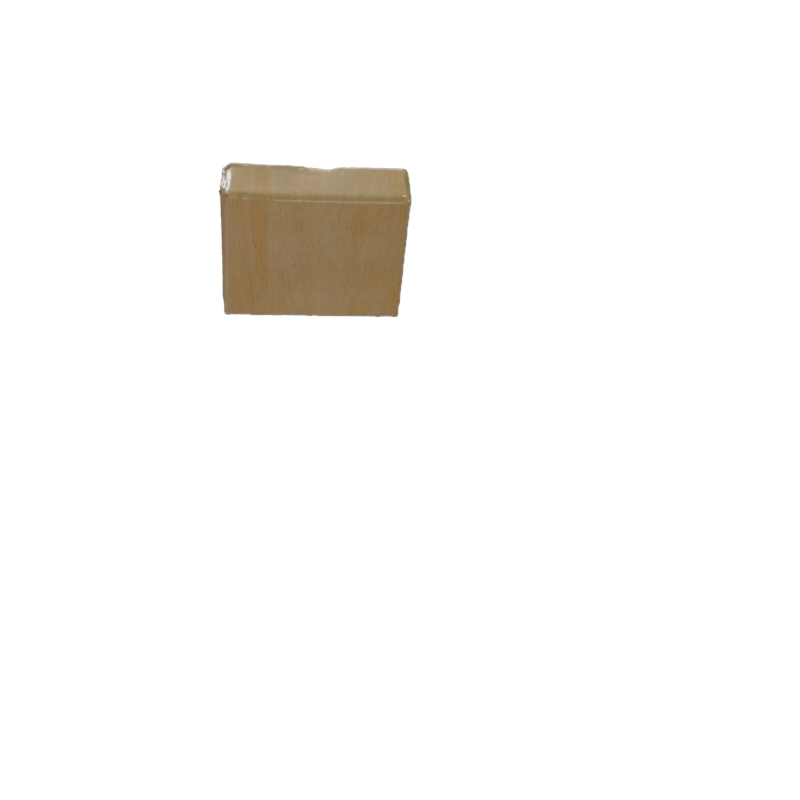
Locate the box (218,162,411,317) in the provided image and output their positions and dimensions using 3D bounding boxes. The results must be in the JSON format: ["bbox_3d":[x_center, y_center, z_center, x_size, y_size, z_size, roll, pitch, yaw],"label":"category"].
[{"bbox_3d":[-0.042,-0.077,0.537,0.089,0.068,0.032,2,41,-2],"label":"box"}]
